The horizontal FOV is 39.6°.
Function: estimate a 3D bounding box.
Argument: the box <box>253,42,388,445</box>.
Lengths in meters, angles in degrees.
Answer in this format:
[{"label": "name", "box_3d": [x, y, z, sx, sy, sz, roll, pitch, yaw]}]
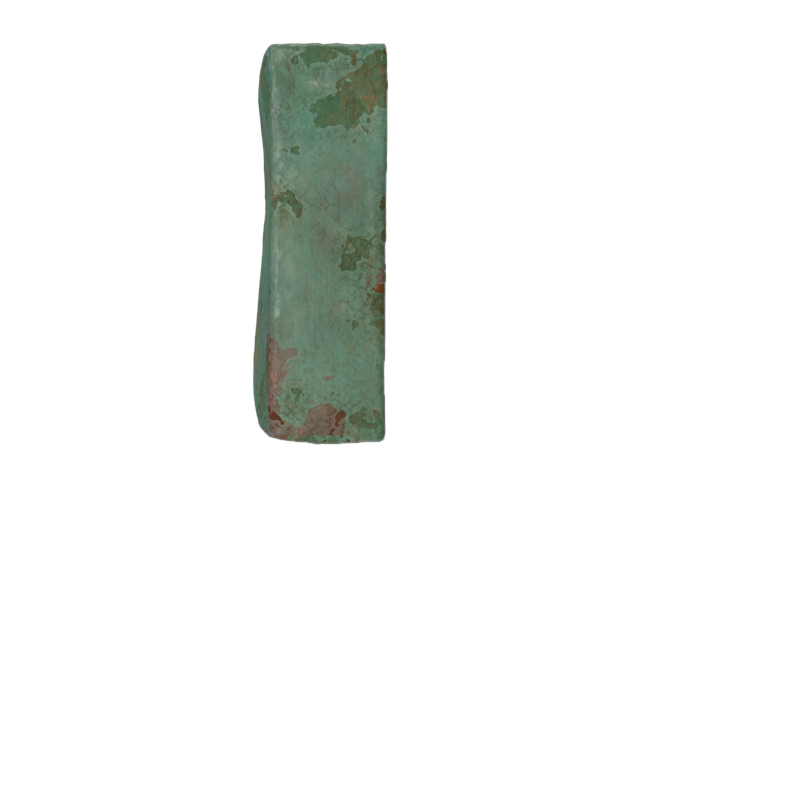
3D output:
[{"label": "box", "box_3d": [-0.052, -0.094, 0.661, 0.071, 0.213, 0.167, 0, 4, -8]}]
